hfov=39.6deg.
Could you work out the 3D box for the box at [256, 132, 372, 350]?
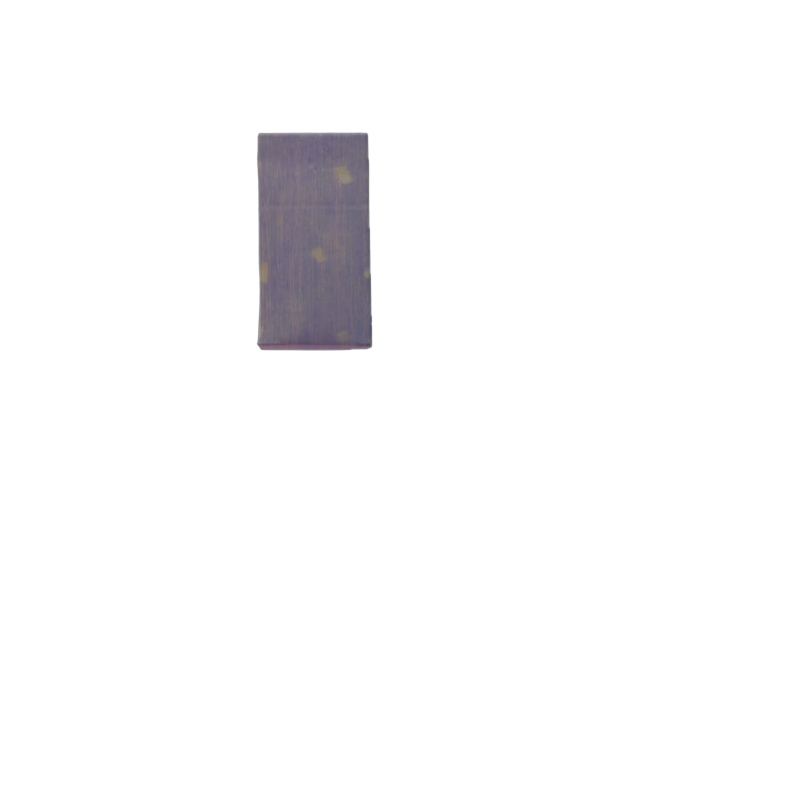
[{"bbox_3d":[-0.071,-0.130,0.910,0.093,0.180,0.047,0,-9,-3],"label":"box"}]
